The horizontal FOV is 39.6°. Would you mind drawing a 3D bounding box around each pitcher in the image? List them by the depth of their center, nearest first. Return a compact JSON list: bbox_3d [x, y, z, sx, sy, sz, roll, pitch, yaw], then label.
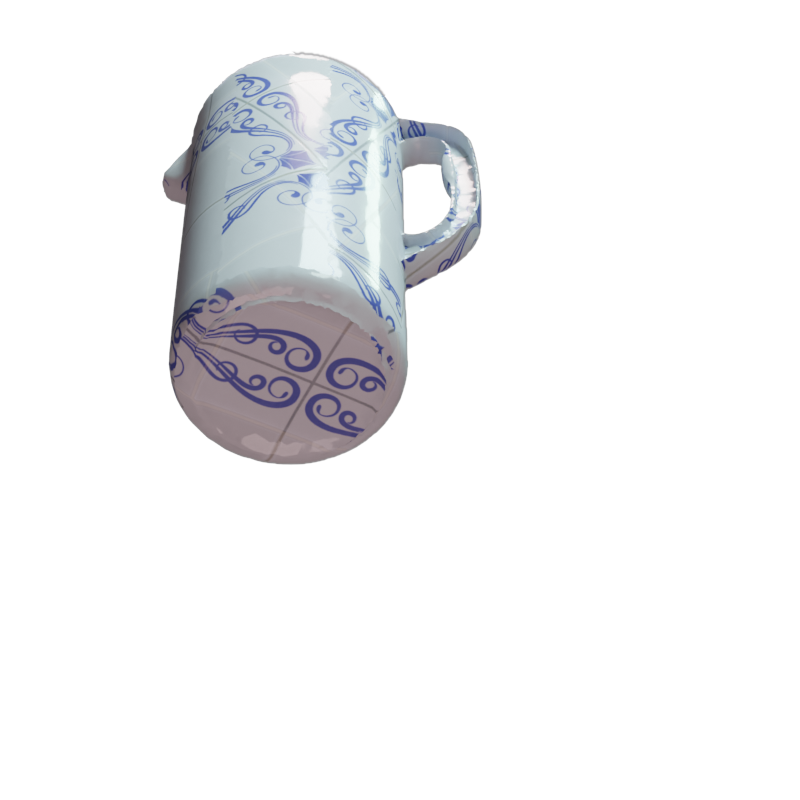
[{"bbox_3d":[-0.046,-0.085,0.593,0.138,0.146,0.259,31,28,-23],"label":"pitcher"}]
